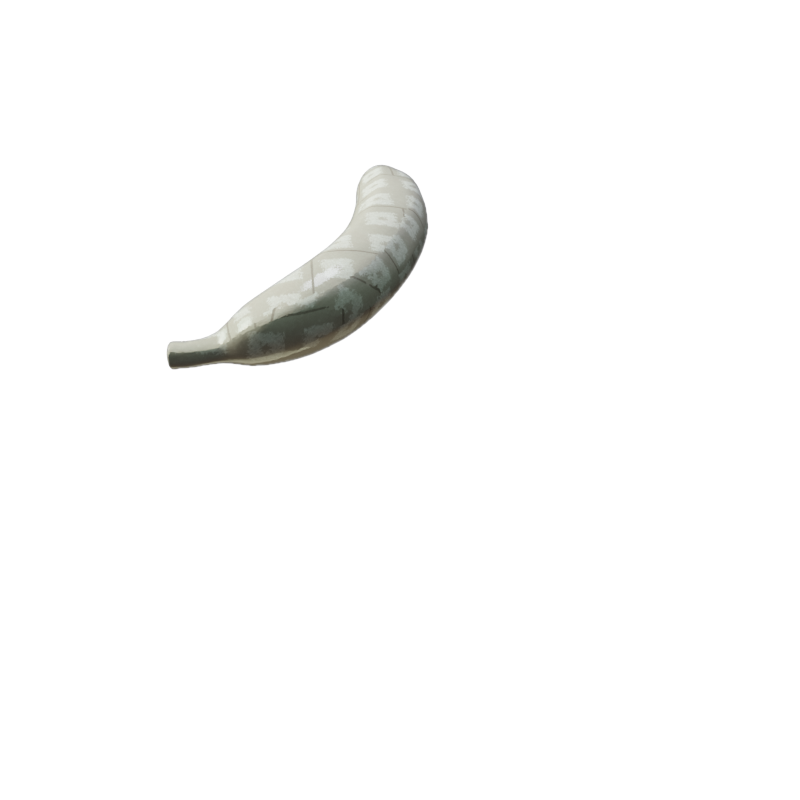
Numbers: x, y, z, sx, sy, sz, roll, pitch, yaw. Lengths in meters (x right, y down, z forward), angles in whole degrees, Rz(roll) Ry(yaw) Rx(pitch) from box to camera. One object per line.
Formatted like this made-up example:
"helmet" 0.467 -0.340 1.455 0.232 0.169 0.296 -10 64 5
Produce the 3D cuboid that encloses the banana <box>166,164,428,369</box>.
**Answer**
"banana" -0.026 -0.068 0.516 0.072 0.034 0.202 15 36 21
